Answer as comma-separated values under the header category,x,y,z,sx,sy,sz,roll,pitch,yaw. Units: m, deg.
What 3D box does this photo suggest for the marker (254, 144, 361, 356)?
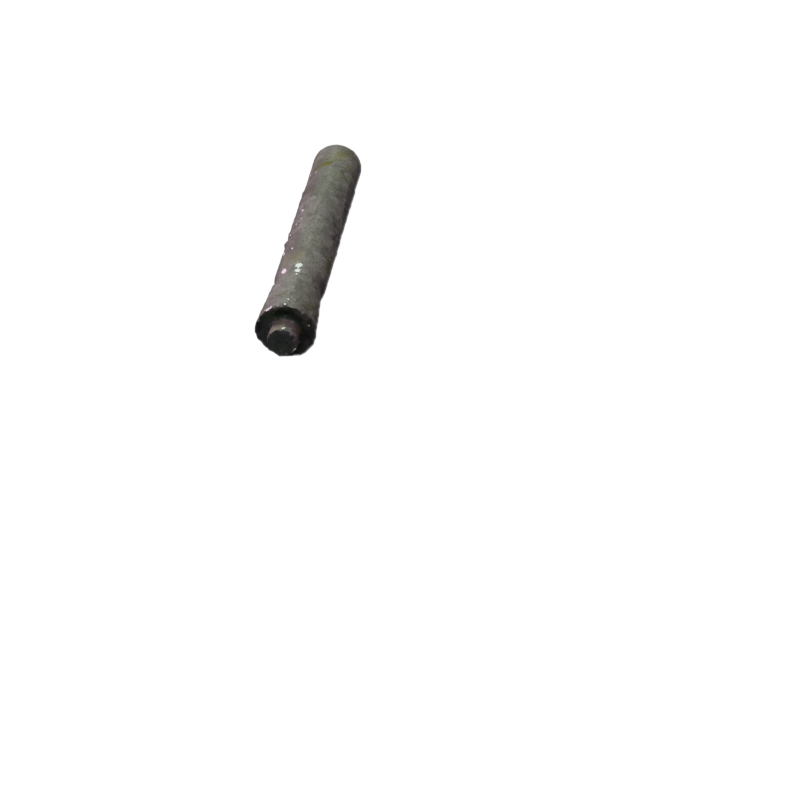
category,x,y,z,sx,sy,sz,roll,pitch,yaw
marker,-0.030,-0.054,0.380,0.020,0.018,0.128,0,35,7
